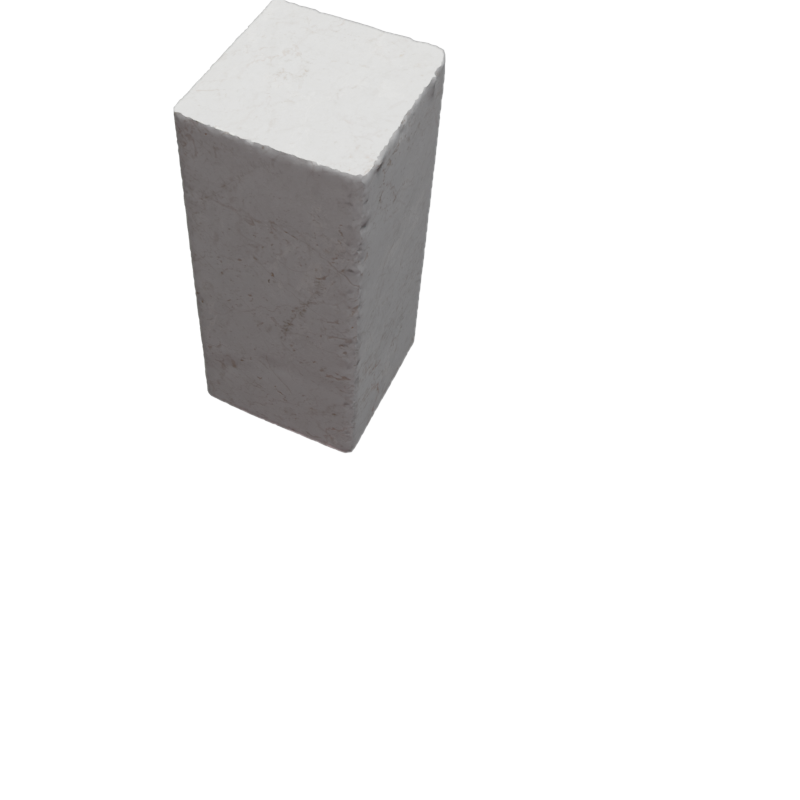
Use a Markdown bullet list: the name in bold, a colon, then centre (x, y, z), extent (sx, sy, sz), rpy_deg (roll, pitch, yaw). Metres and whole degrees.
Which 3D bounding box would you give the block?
- **block**: centre (-0.042, -0.077, 0.543), extent (0.093, 0.094, 0.192), rpy_deg (22, -36, 13)
